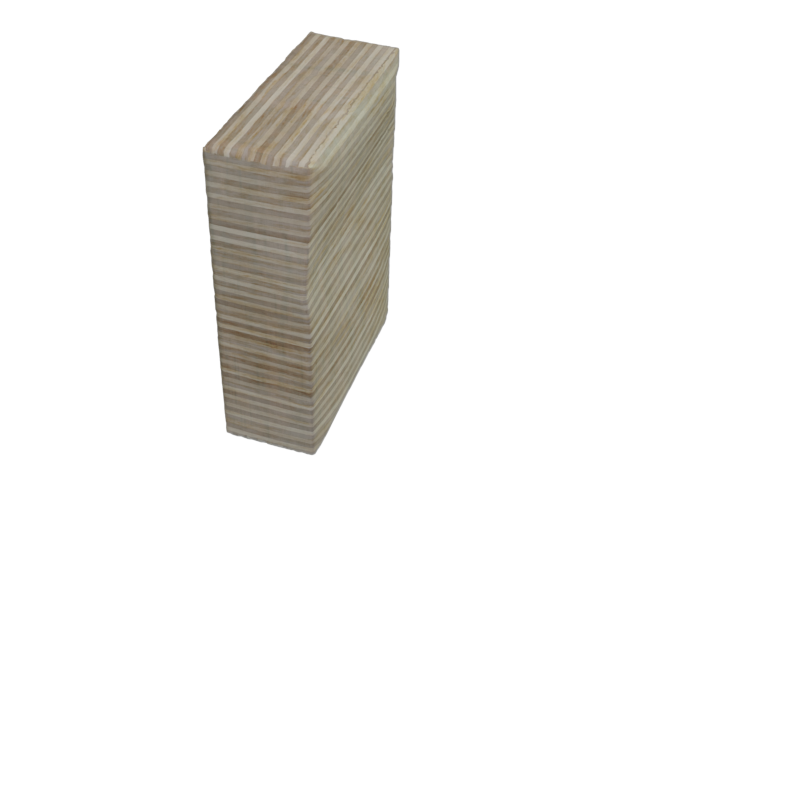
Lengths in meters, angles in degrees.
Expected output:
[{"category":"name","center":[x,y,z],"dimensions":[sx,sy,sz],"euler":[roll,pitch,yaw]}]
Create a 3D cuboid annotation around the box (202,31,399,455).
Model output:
[{"category":"box","center":[-0.055,-0.101,0.705],"dimensions":[0.074,0.200,0.171],"euler":[12,40,12]}]
